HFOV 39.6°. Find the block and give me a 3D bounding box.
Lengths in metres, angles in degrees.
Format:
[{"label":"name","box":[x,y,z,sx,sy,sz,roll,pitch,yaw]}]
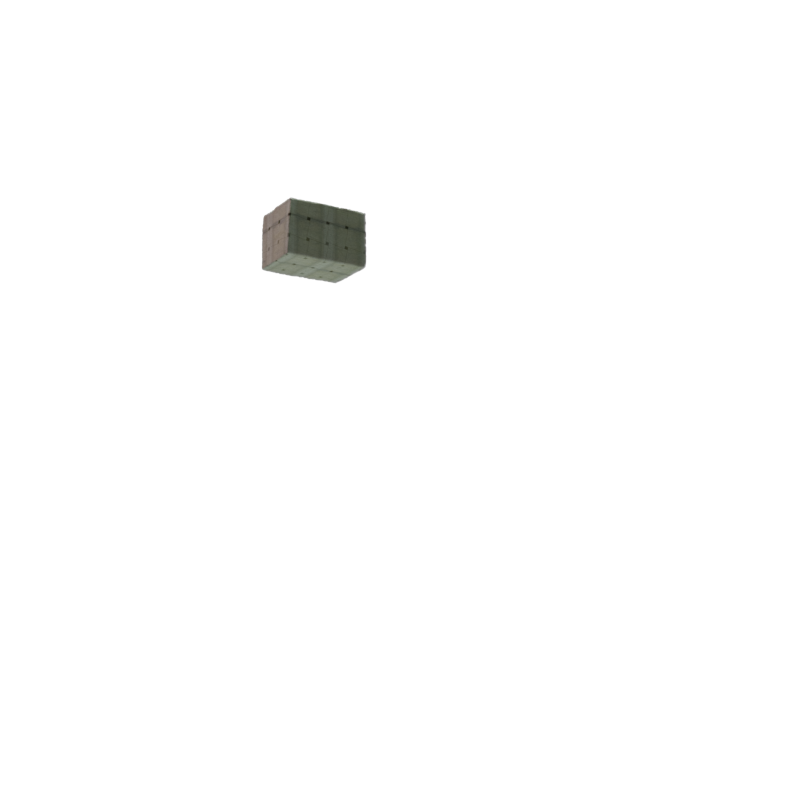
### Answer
[{"label":"block","box":[-0.075,-0.137,0.962,0.075,0.053,0.053,8,-18,-30]}]
